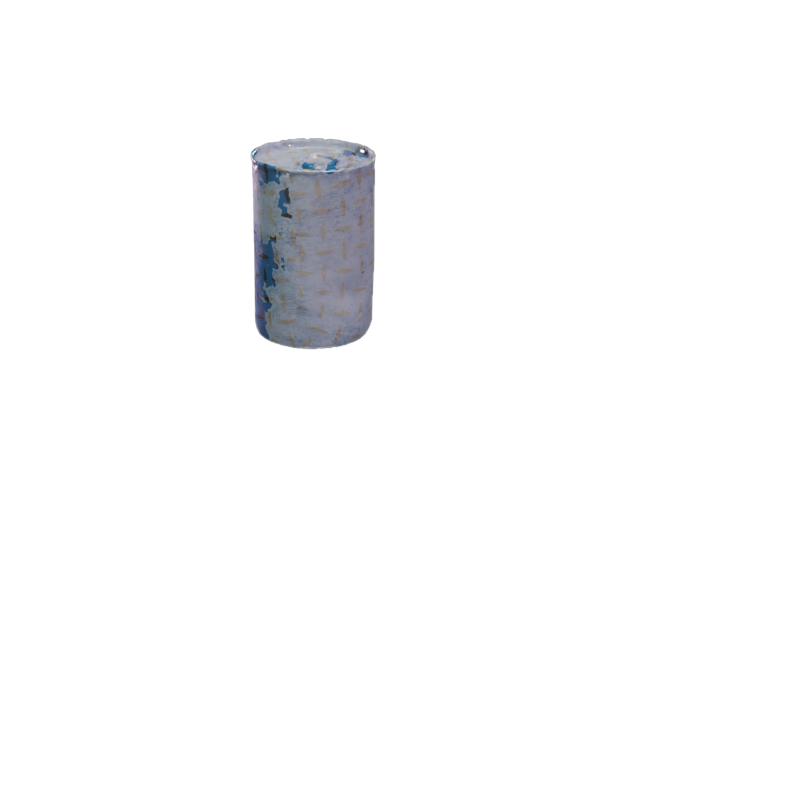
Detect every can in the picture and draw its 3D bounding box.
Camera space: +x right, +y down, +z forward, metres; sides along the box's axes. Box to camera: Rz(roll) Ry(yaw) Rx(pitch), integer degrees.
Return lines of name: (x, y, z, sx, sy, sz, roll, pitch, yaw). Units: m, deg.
can: (-0.048, -0.088, 0.615, 0.068, 0.097, 0.072, 0, 23, -2)
